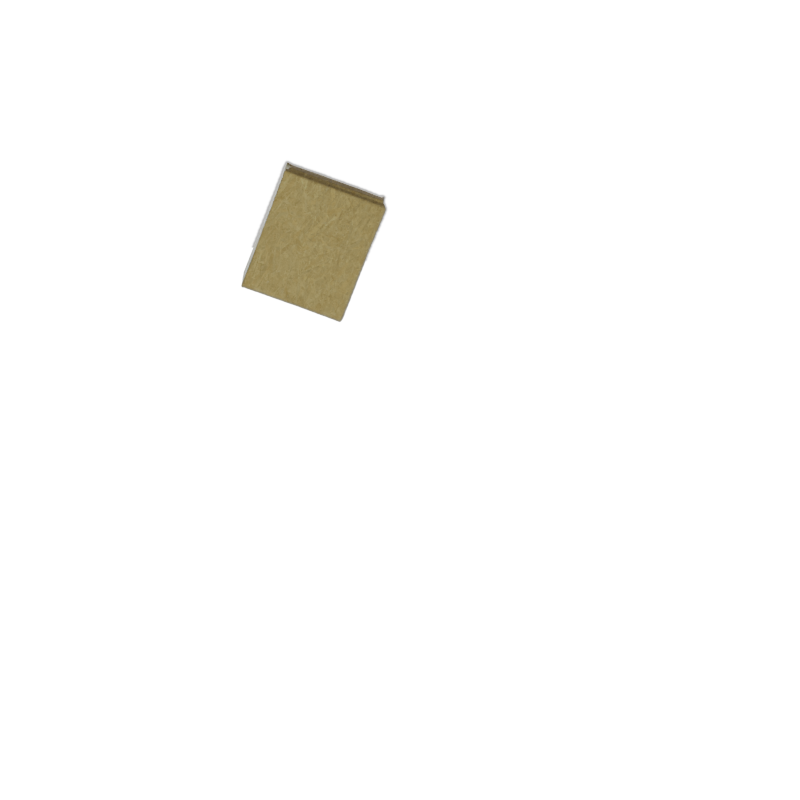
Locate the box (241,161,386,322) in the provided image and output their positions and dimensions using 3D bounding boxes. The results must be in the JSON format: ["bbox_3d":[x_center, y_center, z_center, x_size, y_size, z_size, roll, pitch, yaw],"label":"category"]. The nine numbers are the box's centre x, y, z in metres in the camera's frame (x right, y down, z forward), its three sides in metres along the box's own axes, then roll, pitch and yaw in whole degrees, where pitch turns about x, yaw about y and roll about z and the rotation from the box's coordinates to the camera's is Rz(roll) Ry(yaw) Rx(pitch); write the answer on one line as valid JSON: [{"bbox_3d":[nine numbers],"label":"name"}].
[{"bbox_3d":[-0.059,-0.107,0.750,0.072,0.087,0.031,20,16,-7],"label":"box"}]
